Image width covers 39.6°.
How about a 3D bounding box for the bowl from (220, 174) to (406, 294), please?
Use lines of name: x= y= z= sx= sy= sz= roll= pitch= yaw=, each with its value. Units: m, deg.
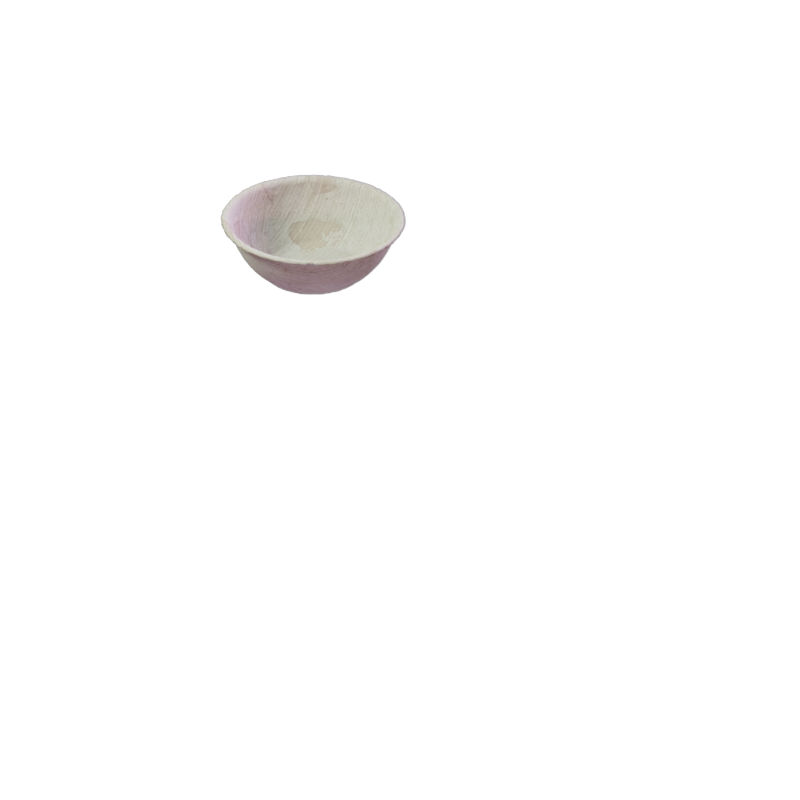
bowl: x=-0.077 y=-0.140 z=0.981 sx=0.162 sy=0.052 sz=0.173 roll=-1 pitch=35 yaw=-2
